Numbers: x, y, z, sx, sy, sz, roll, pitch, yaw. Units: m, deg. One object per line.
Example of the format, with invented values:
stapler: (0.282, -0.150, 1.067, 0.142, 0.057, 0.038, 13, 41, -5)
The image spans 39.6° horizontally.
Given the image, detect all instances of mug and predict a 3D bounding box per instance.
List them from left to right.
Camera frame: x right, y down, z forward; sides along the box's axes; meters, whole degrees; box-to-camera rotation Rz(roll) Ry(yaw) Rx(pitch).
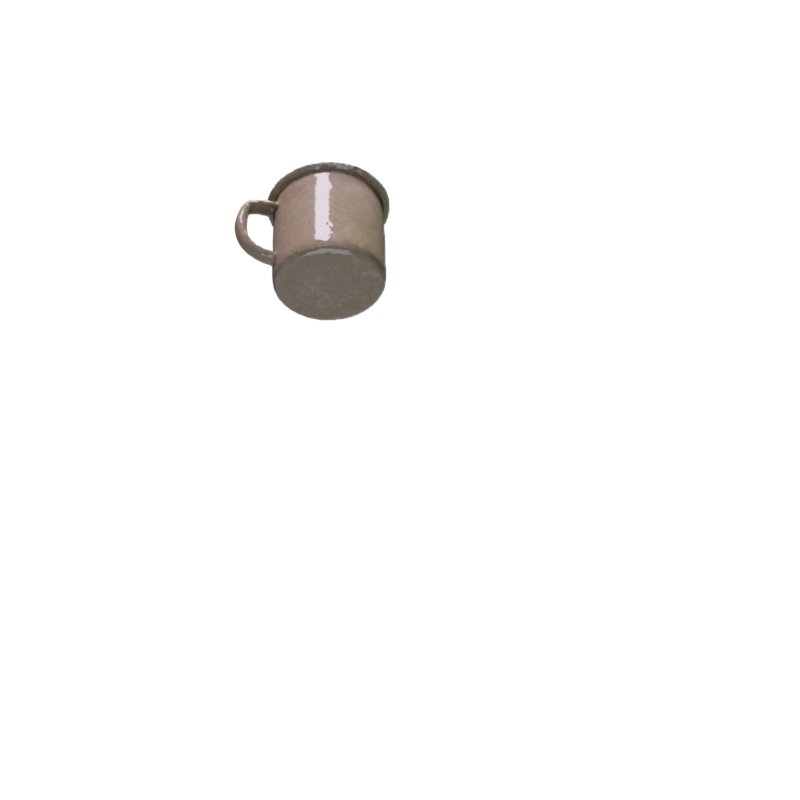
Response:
mug: (-0.063, -0.115, 0.807, 0.114, 0.087, 0.089, 13, -43, -16)
